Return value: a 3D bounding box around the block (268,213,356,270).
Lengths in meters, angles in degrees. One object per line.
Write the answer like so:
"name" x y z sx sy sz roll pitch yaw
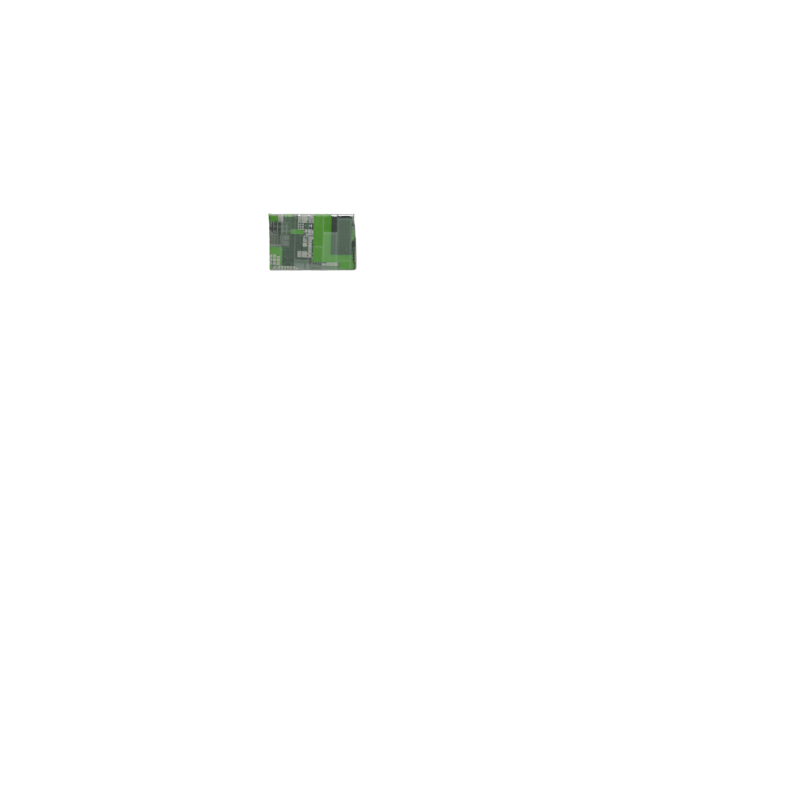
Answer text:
"block" -0.078 -0.142 0.997 0.078 0.051 0.053 0 4 1
